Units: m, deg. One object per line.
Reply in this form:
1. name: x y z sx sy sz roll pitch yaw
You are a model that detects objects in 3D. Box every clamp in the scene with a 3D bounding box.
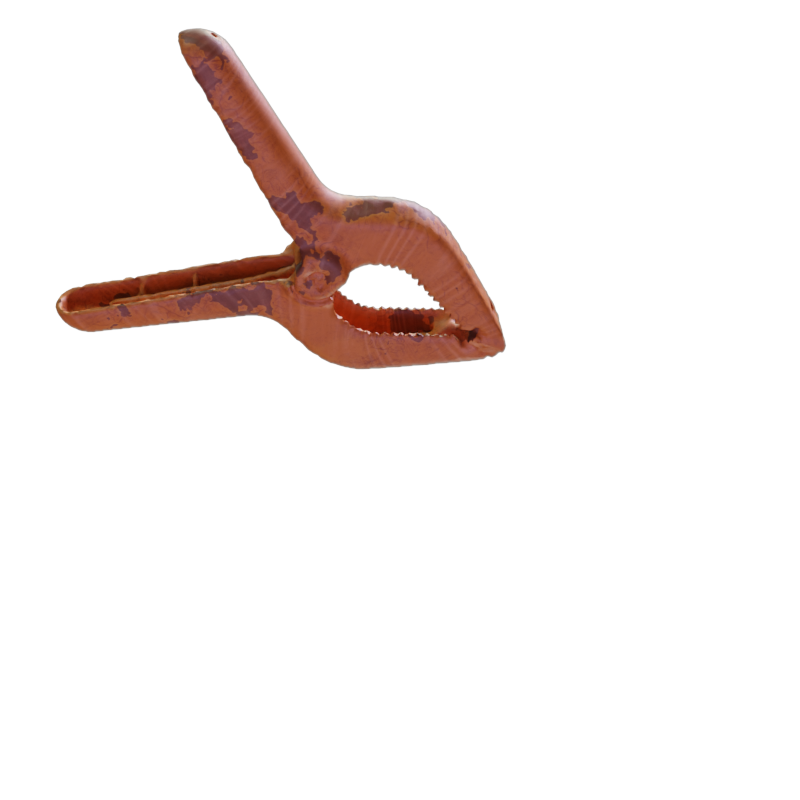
1. clamp: -0.040 -0.074 0.515 0.205 0.157 0.039 17 35 -12
